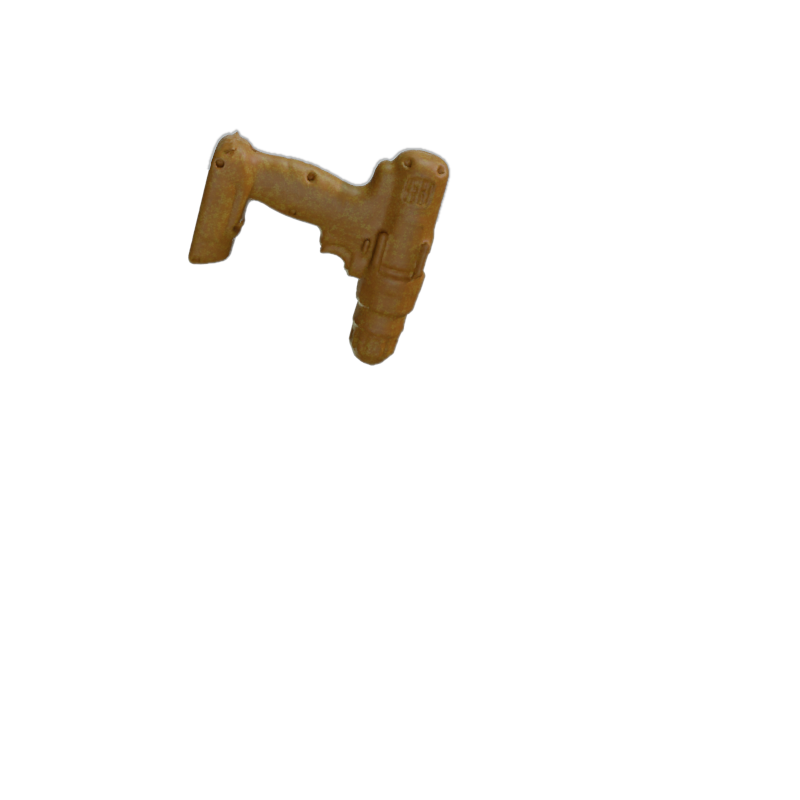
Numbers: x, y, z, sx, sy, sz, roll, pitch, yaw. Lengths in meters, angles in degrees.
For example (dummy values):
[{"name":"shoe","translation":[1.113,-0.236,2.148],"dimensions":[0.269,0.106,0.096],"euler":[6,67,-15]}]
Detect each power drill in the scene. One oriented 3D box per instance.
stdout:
[{"name":"power drill","translation":[-0.069,-0.126,0.880],"dimensions":[0.186,0.178,0.060],"euler":[13,21,-6]}]
